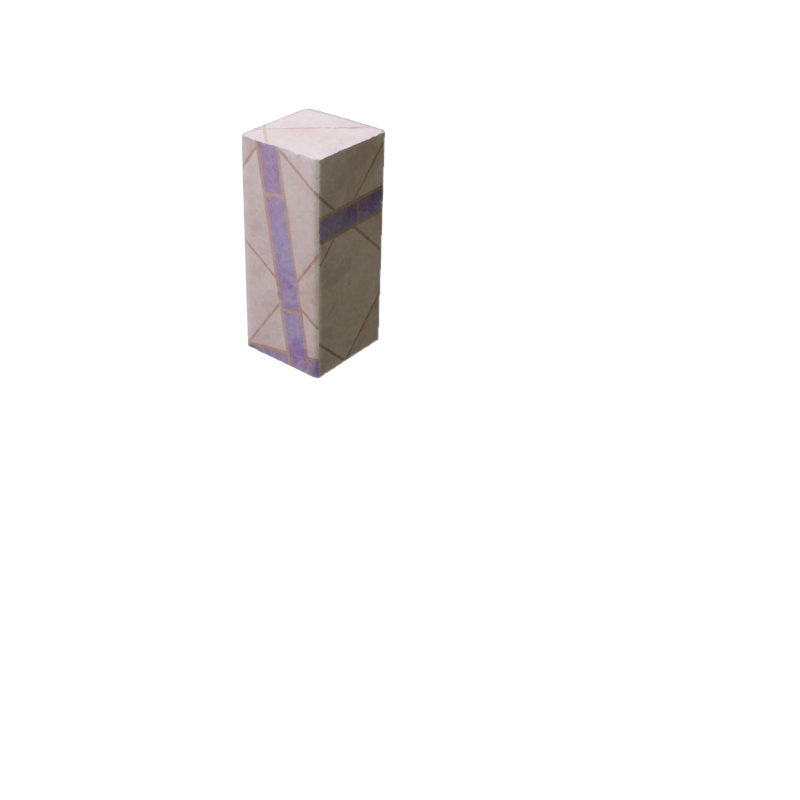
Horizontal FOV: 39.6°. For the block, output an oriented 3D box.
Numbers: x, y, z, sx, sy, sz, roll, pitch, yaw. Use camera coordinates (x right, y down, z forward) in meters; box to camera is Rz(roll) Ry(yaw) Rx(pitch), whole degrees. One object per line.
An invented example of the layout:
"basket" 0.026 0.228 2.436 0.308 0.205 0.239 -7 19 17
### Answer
"block" -0.077 -0.140 0.977 0.095 0.194 0.091 22 35 32
